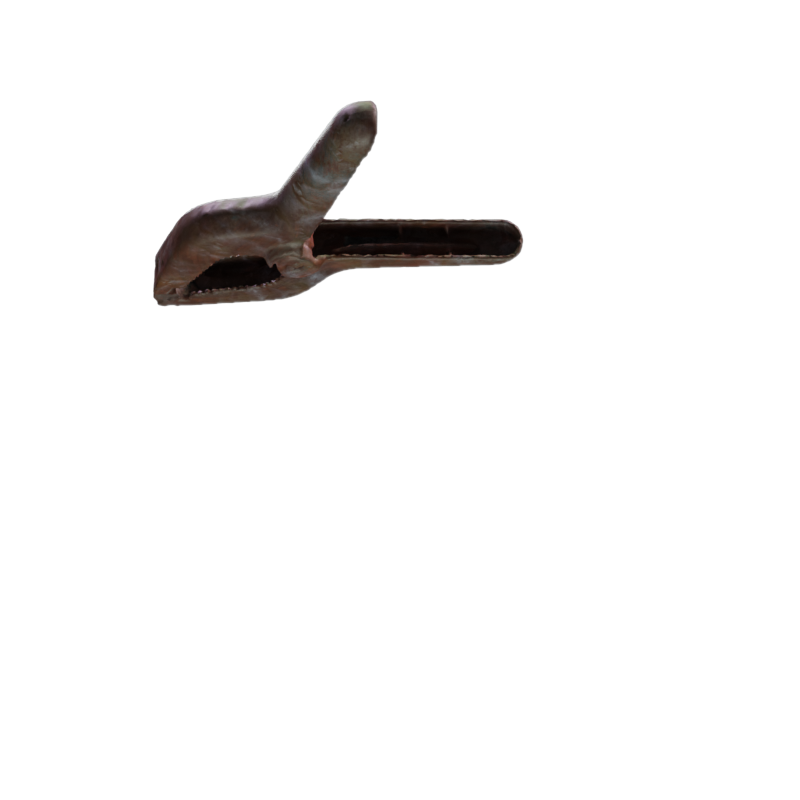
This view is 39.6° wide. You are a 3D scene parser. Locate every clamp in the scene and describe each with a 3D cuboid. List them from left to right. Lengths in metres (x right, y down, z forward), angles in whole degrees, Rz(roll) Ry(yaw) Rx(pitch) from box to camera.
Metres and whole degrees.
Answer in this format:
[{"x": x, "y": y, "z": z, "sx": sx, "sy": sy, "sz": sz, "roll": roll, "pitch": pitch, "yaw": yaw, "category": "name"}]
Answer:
[{"x": -0.048, "y": -0.088, "z": 0.615, "sx": 0.212, "sy": 0.038, "sz": 0.154, "roll": -17, "pitch": -27, "yaw": 36, "category": "clamp"}]
